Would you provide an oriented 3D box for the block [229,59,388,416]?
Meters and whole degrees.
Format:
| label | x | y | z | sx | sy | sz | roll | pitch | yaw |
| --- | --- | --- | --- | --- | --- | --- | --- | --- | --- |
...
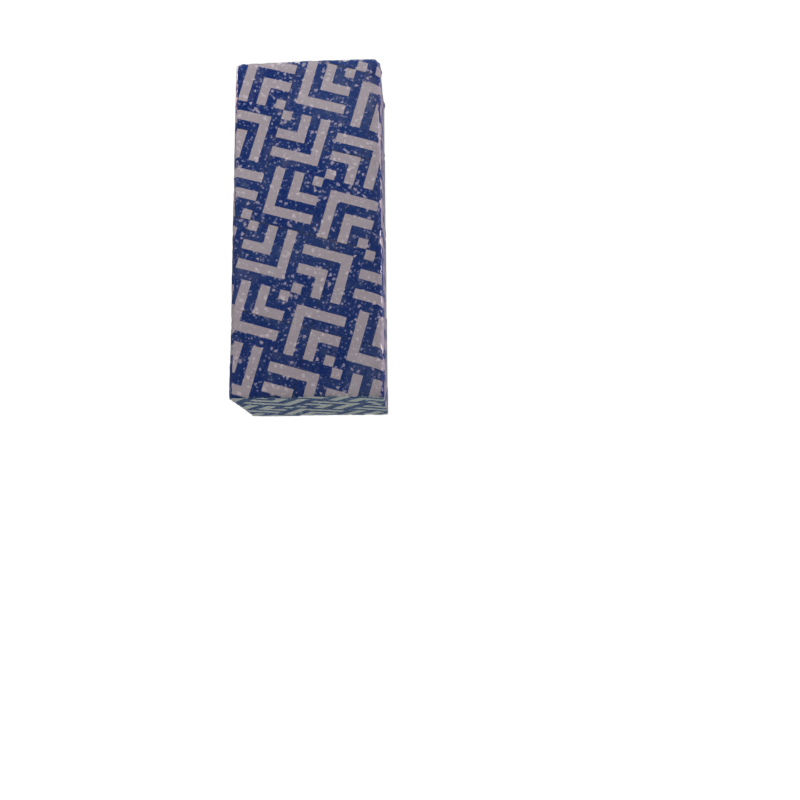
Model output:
| label | x | y | z | sx | sy | sz | roll | pitch | yaw |
| --- | --- | --- | --- | --- | --- | --- | --- | --- | --- |
| block | -0.054 | -0.099 | 0.692 | 0.091 | 0.214 | 0.087 | -2 | -14 | 3 |
